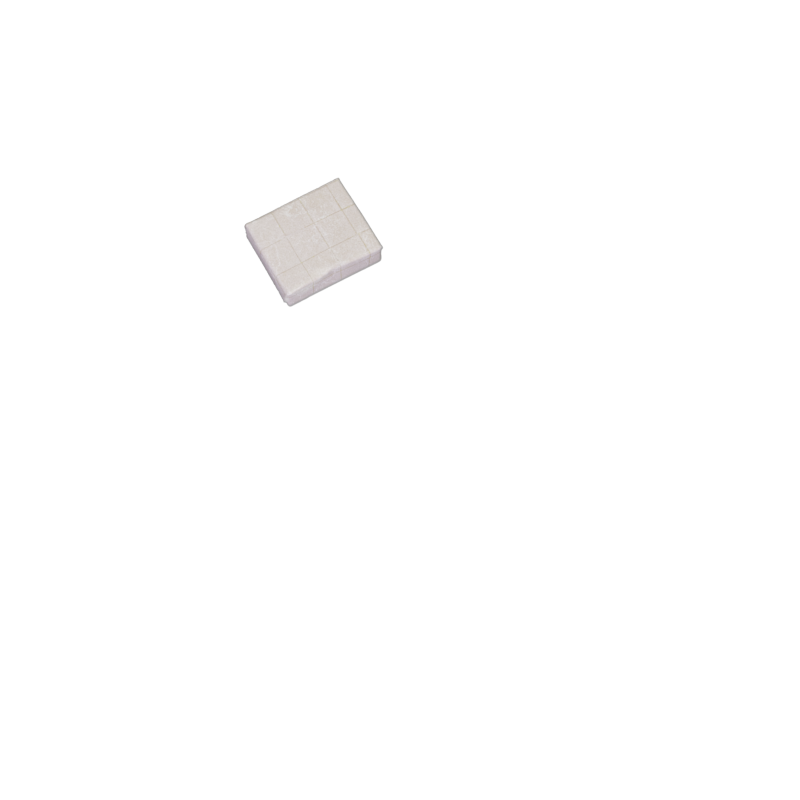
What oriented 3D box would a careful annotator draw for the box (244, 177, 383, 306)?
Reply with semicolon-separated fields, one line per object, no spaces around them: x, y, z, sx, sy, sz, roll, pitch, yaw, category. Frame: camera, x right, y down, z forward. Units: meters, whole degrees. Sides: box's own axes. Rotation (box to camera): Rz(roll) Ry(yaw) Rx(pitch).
-0.070;-0.127;0.892;0.089;0.077;0.029;-28;-21;-12;box
